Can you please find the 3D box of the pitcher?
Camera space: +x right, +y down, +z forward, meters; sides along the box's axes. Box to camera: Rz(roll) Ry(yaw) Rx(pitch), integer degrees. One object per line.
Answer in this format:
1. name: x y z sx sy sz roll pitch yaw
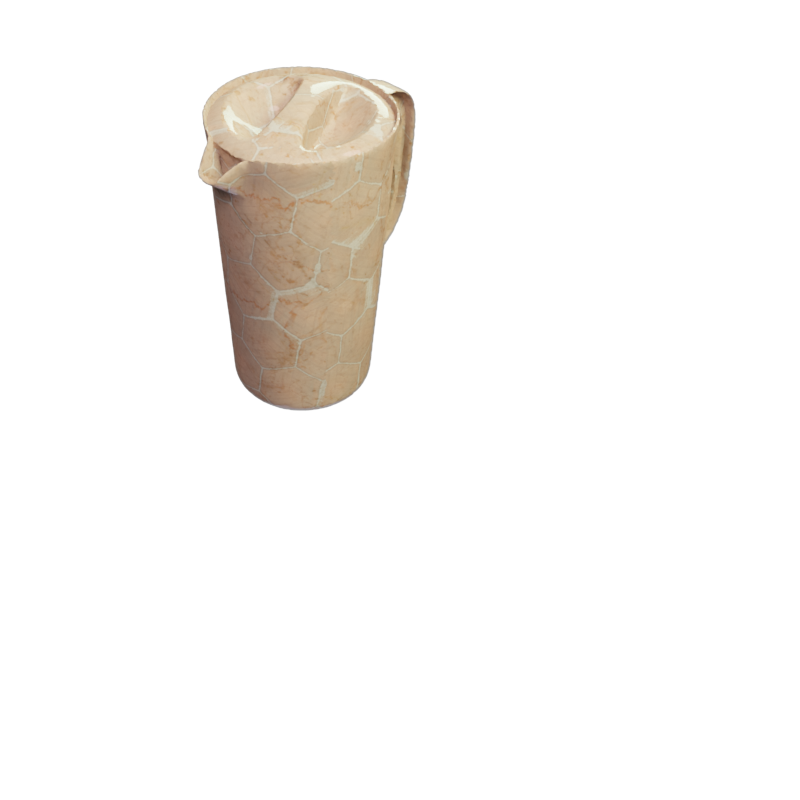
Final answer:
1. pitcher: -0.064 -0.117 0.820 0.149 0.227 0.155 1 40 -2
